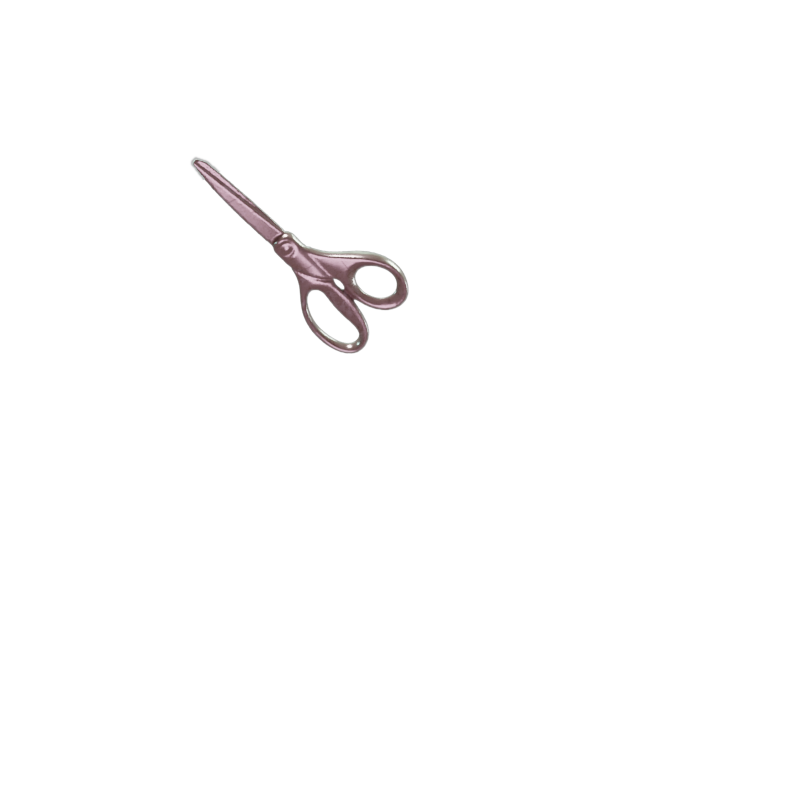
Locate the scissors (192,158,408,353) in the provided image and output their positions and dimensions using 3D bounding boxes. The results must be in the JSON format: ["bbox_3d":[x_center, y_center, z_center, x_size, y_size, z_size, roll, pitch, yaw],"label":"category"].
[{"bbox_3d":[-0.067,-0.121,0.850,0.096,0.190,0.017,-26,24,12],"label":"scissors"}]
